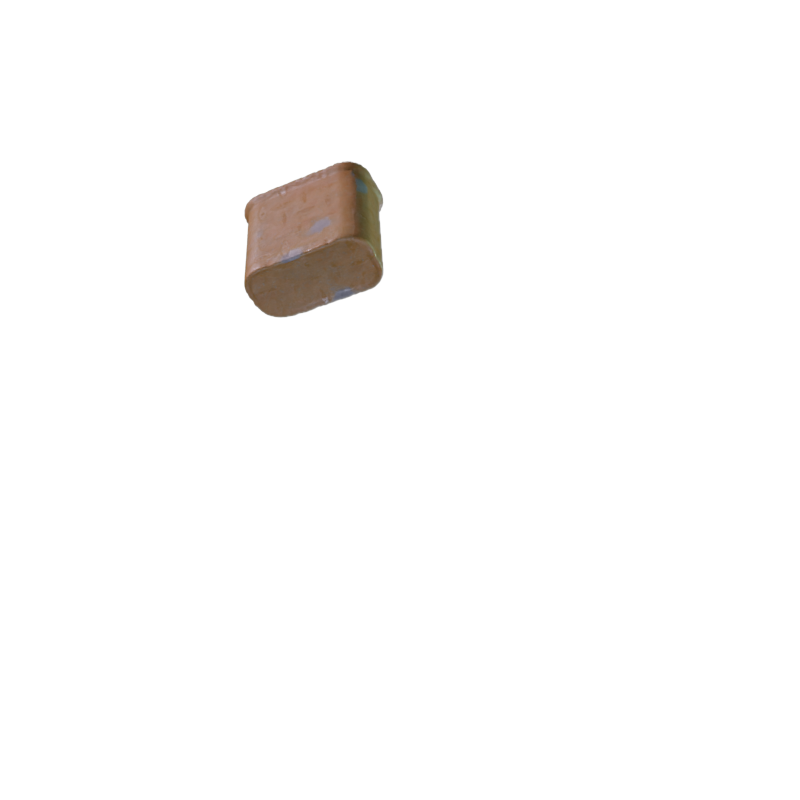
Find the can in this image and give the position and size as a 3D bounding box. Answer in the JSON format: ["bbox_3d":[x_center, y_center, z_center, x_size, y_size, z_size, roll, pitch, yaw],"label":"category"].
[{"bbox_3d":[-0.062,-0.114,0.796,0.102,0.090,0.053,-19,-48,16],"label":"can"}]
